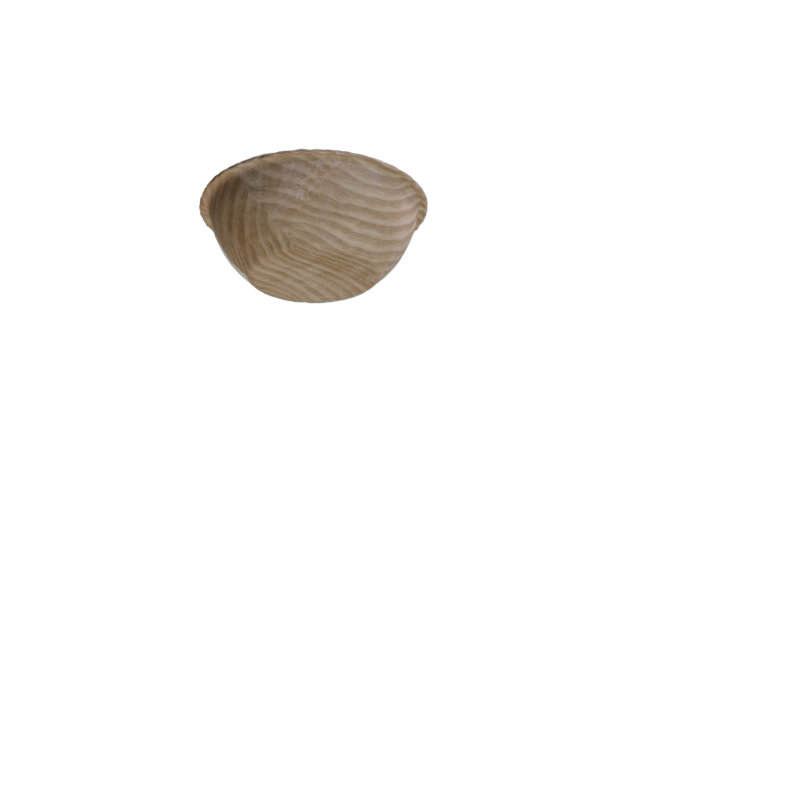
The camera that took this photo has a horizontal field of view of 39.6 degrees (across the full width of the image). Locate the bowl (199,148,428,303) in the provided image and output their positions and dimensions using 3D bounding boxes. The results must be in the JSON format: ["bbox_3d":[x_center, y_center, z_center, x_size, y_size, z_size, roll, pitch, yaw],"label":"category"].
[{"bbox_3d":[-0.061,-0.111,0.774,0.162,0.058,0.154,1,-21,-2],"label":"bowl"}]
